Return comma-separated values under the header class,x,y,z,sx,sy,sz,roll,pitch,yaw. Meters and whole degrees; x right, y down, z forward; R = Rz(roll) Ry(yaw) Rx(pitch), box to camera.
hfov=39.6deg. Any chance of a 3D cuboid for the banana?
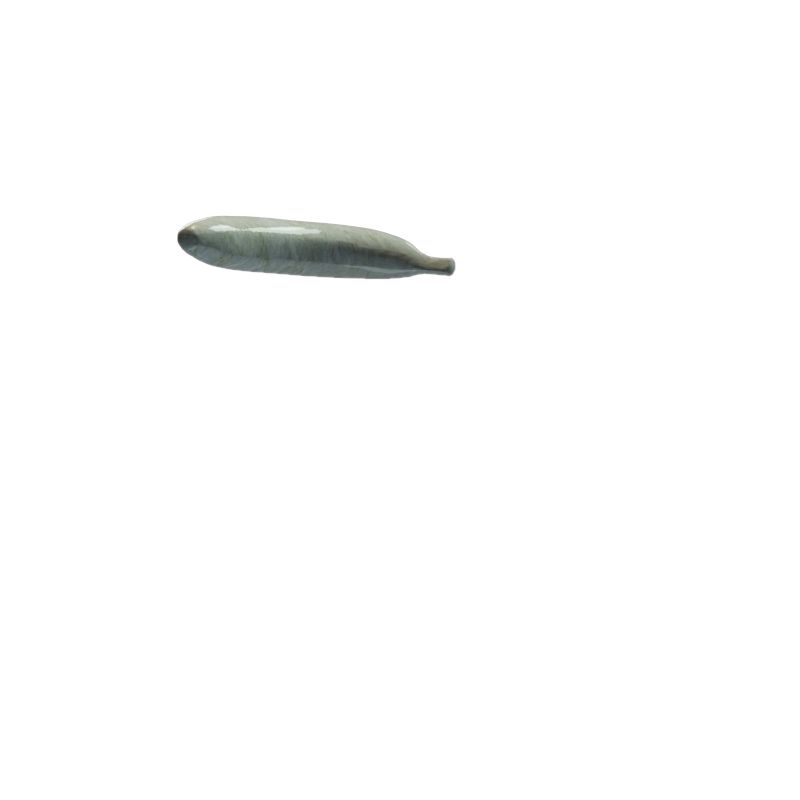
class,x,y,z,sx,sy,sz,roll,pitch,yaw
banana,-0.062,-0.102,0.735,0.191,0.037,0.071,0,-2,-28
